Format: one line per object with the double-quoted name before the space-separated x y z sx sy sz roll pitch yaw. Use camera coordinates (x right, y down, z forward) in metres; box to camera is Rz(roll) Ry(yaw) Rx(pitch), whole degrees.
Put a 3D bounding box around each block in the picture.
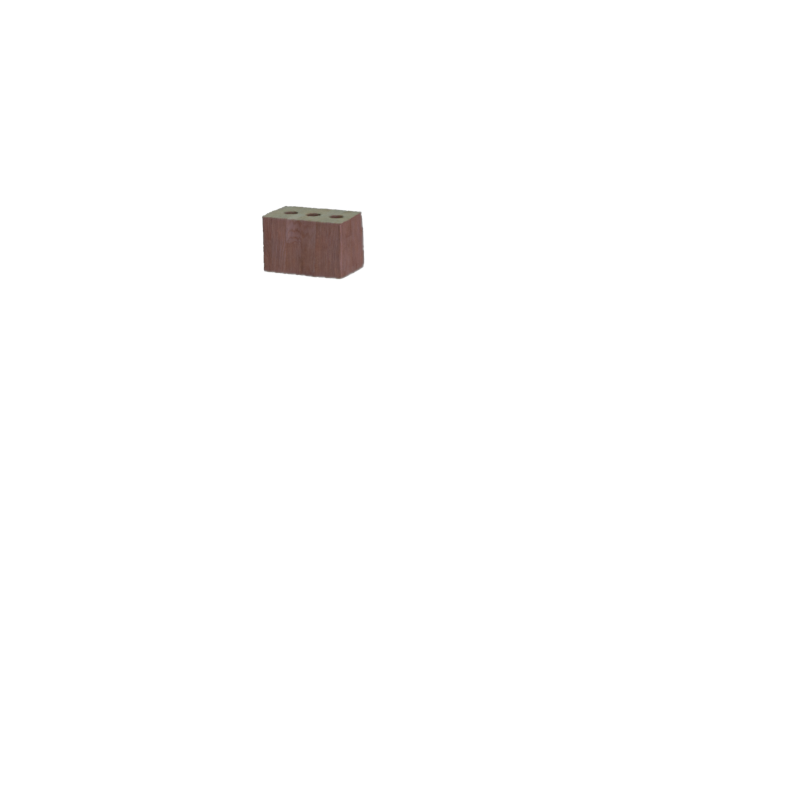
"block" -0.077 -0.140 0.981 0.080 0.050 0.053 7 18 20
